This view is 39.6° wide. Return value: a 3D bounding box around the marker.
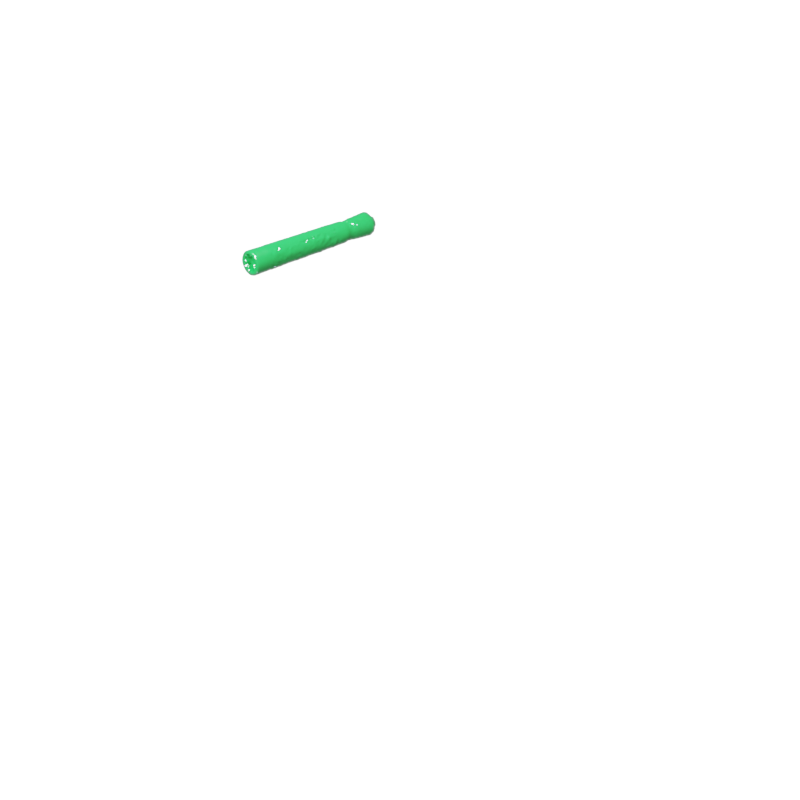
[{"bbox_3d":[-0.066,-0.120,0.838,0.120,0.019,0.021,-25,19,-36],"label":"marker"}]
